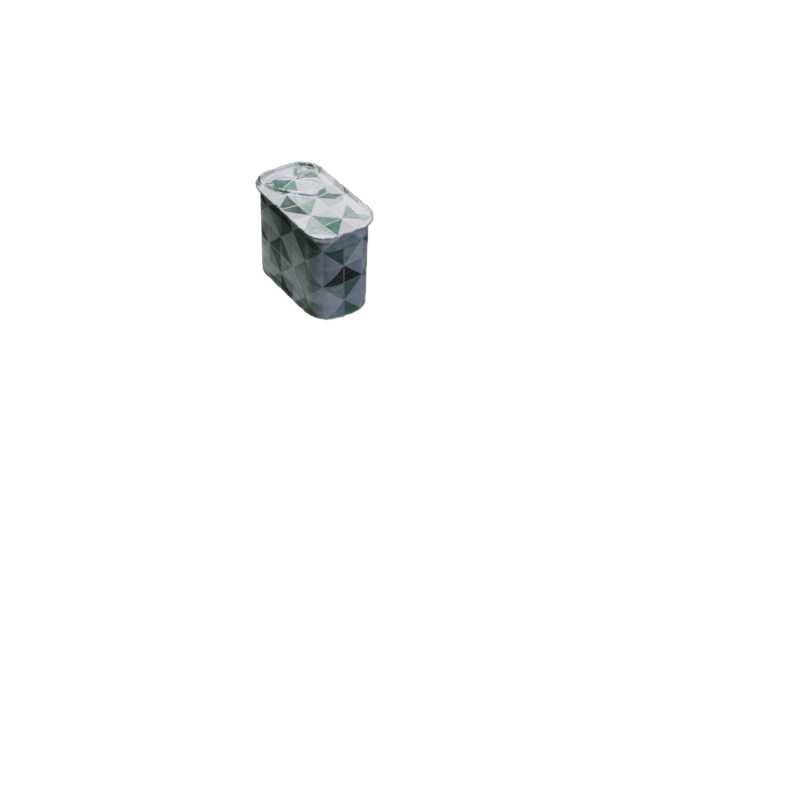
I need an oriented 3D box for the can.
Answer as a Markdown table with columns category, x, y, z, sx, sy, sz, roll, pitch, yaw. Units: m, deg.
| category | x | y | z | sx | sy | sz | roll | pitch | yaw |
| --- | --- | --- | --- | --- | --- | --- | --- | --- | --- |
| can | -0.067 | -0.122 | 0.857 | 0.057 | 0.078 | 0.110 | -23 | 47 | -26 |
